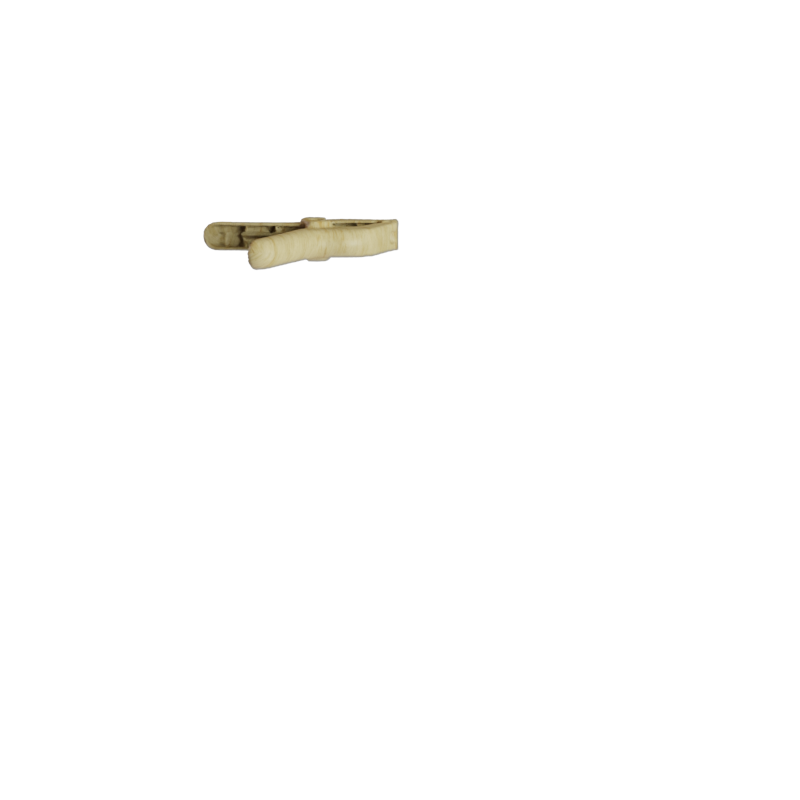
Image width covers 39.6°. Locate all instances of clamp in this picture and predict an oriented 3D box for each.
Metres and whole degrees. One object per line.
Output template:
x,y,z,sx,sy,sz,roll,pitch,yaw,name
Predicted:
-0.074,-0.135,0.948,0.168,0.037,0.128,-7,24,-16,clamp
